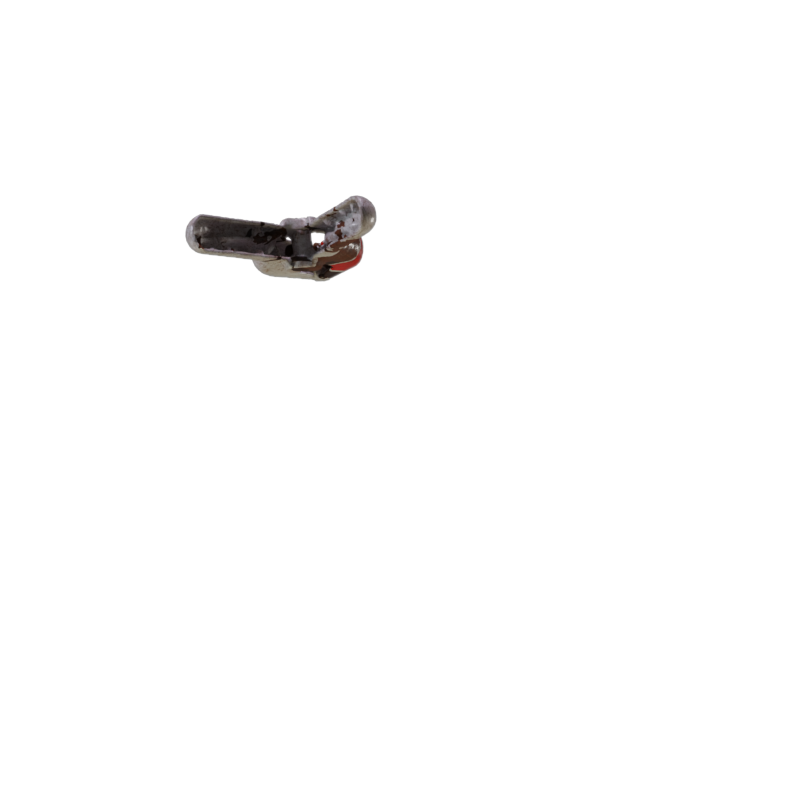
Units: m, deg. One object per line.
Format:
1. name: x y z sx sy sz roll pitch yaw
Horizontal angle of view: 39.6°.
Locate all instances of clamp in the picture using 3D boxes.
1. clamp: -0.059 -0.108 0.753 0.123 0.040 0.166 0 0 16
